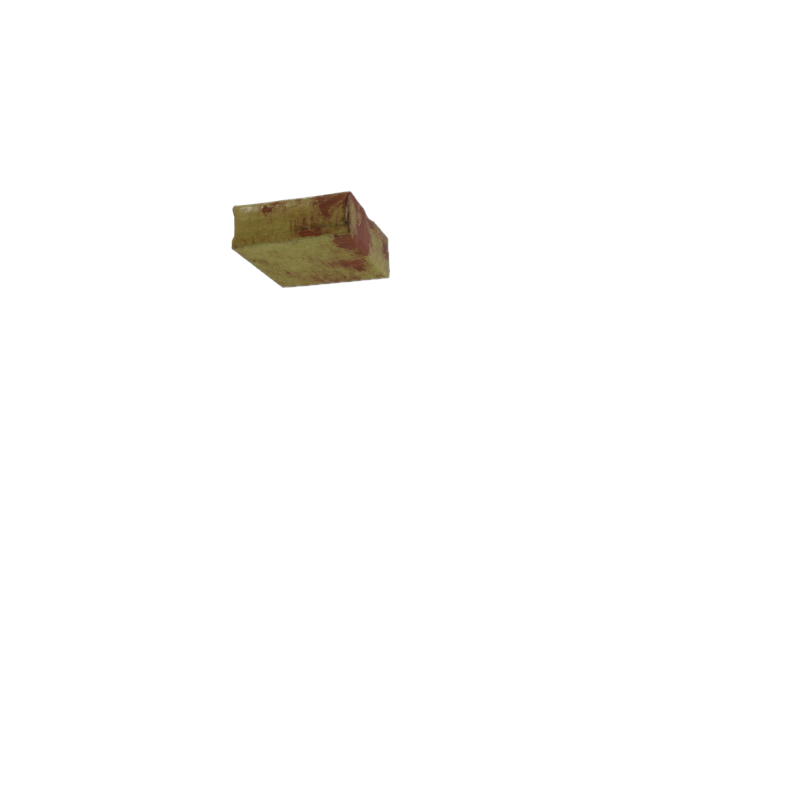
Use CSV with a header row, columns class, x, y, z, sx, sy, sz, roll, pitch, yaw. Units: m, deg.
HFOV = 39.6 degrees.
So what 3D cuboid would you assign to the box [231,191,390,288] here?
class,x,y,z,sx,sy,sz,roll,pitch,yaw
box,-0.053,-0.096,0.672,0.074,0.031,0.084,-4,-14,16
